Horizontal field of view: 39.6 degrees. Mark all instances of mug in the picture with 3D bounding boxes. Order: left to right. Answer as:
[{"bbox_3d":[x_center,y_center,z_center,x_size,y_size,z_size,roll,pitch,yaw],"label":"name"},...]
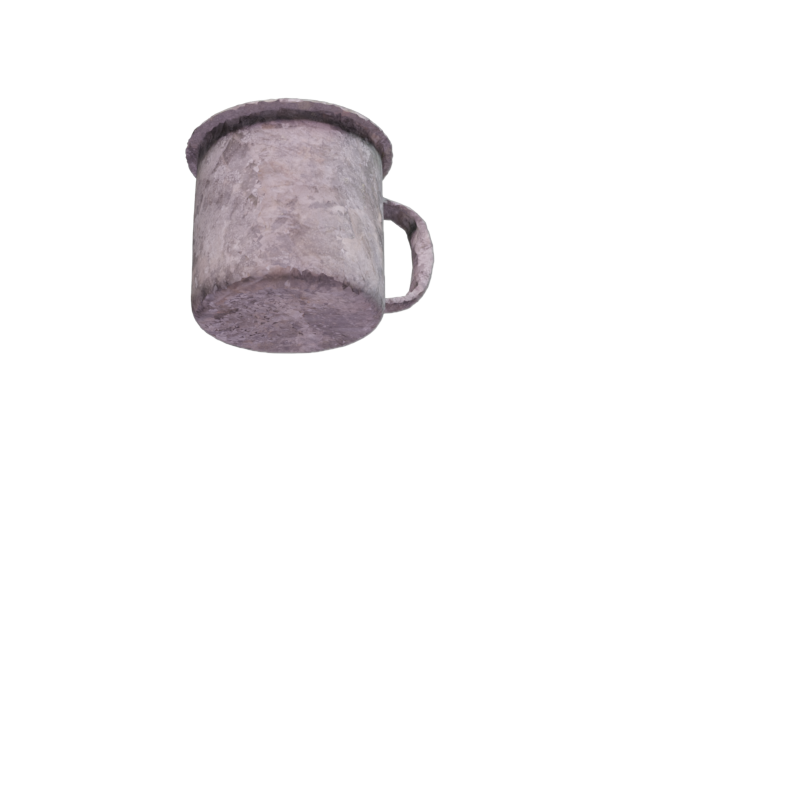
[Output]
[{"bbox_3d":[-0.038,-0.069,0.483,0.112,0.086,0.092,11,-26,-27],"label":"mug"}]
